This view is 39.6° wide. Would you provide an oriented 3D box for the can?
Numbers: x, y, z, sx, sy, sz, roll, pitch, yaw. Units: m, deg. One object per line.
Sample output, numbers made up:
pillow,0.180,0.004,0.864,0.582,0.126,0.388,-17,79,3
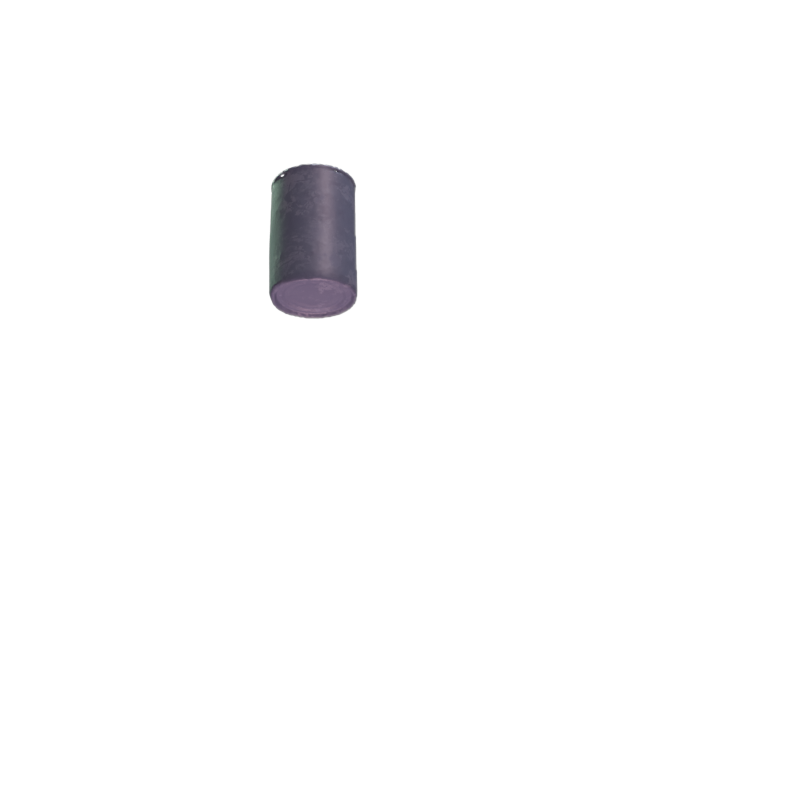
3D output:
can,-0.067,-0.123,0.861,0.068,0.109,0.065,0,-28,-2
